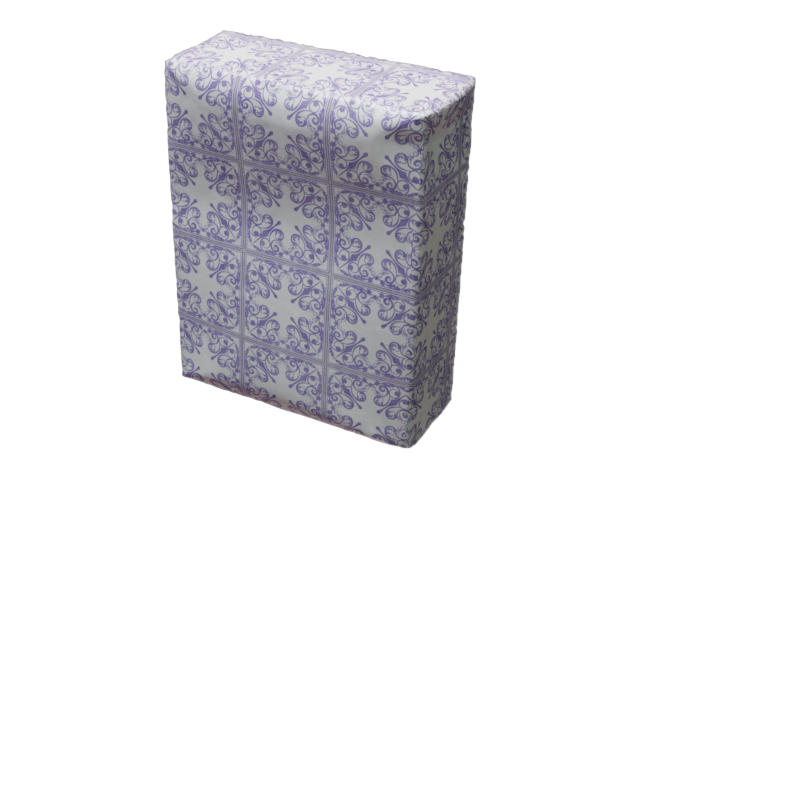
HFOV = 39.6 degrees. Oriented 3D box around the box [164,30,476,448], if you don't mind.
[{"bbox_3d":[-0.051,-0.092,0.647,0.171,0.201,0.073,18,34,23],"label":"box"}]
